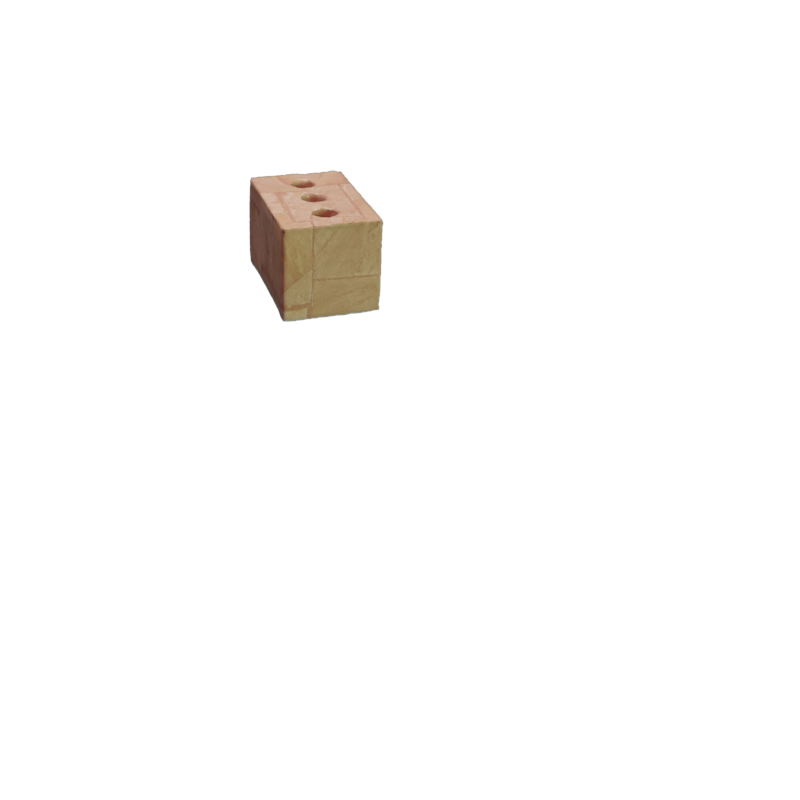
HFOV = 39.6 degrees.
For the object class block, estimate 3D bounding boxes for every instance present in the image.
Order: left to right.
[{"bbox_3d":[-0.045,-0.082,0.576,0.052,0.048,0.084,-8,29,-16],"label":"block"}]
